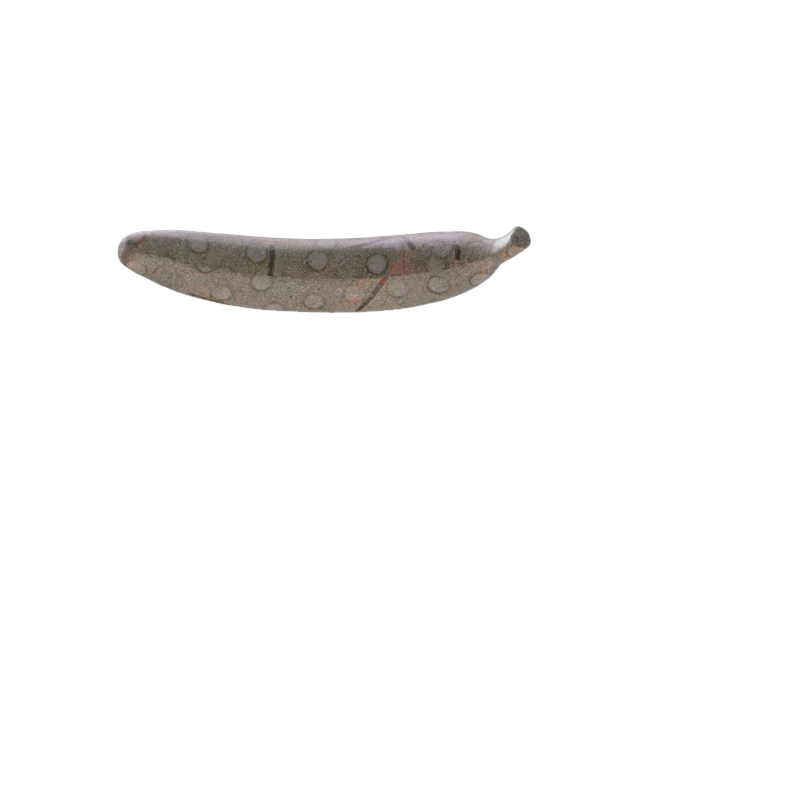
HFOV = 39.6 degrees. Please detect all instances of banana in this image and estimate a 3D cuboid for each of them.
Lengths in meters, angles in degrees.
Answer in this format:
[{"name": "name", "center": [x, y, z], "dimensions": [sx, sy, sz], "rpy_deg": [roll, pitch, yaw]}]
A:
[{"name": "banana", "center": [-0.038, -0.070, 0.556], "dimensions": [0.199, 0.039, 0.065], "rpy_deg": [-2, -28, 4]}]
